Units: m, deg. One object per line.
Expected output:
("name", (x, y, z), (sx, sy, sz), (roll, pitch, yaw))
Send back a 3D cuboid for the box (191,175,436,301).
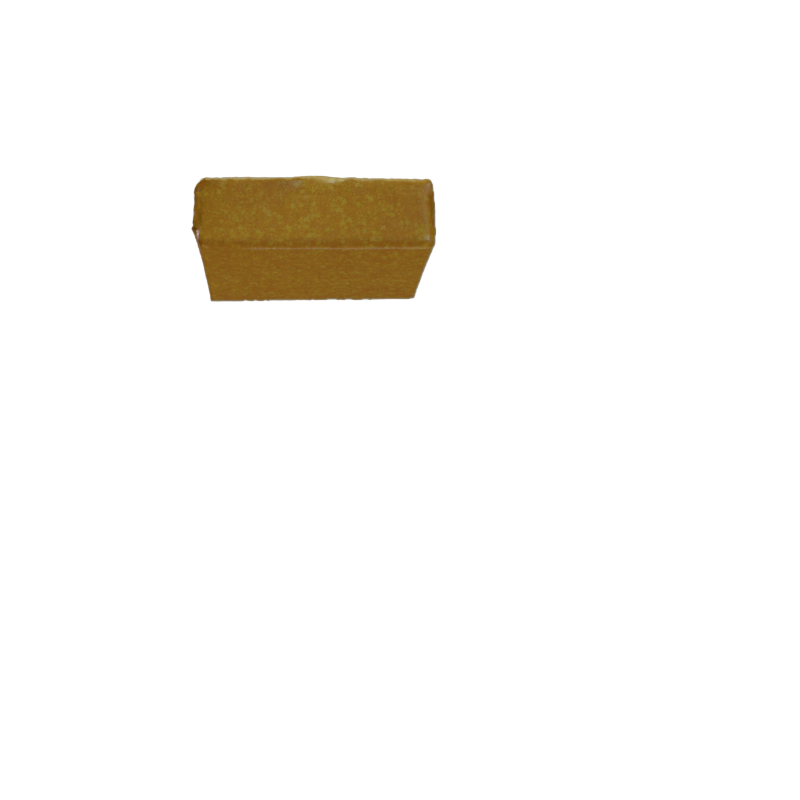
("box", (-0.034, -0.062, 0.437), (0.089, 0.031, 0.071), (0, -12, -2))
